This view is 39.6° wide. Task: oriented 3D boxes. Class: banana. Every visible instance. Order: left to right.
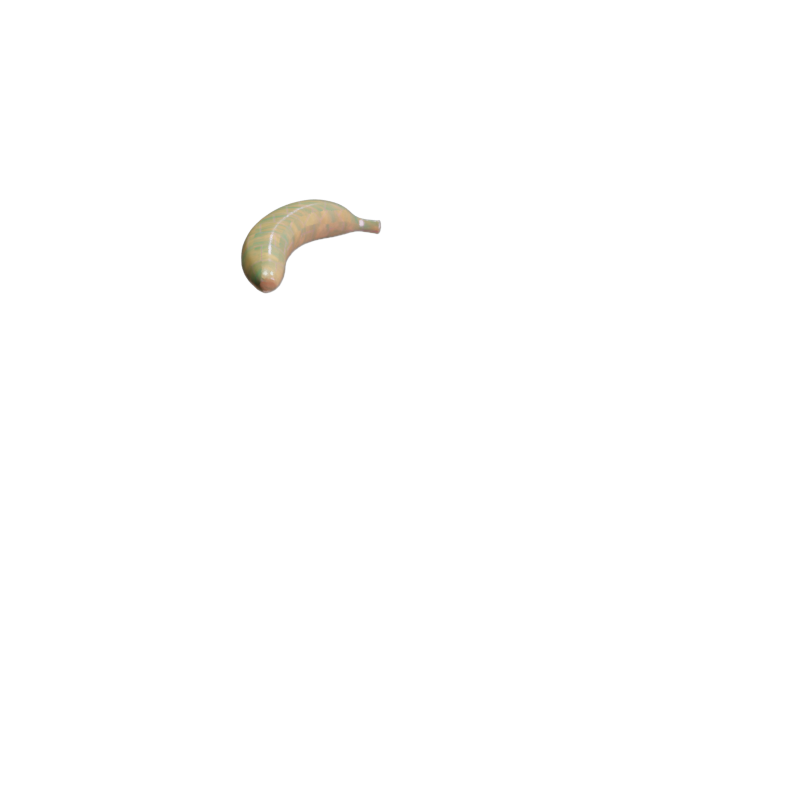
[{"bbox_3d":[-0.085,-0.132,0.897,0.072,0.035,0.200,10,27,22],"label":"banana"}]
